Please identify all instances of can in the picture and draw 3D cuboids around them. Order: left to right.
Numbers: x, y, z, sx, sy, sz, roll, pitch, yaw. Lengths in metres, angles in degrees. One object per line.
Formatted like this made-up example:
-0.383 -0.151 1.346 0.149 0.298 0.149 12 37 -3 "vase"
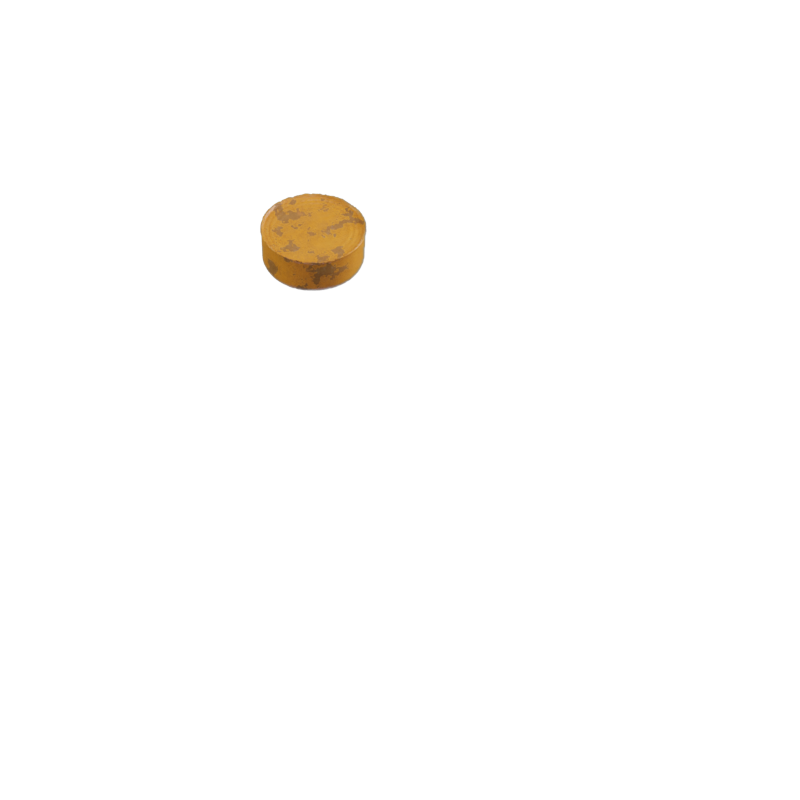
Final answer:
-0.071 -0.129 0.903 0.086 0.092 0.031 -1 -44 -1 "can"
